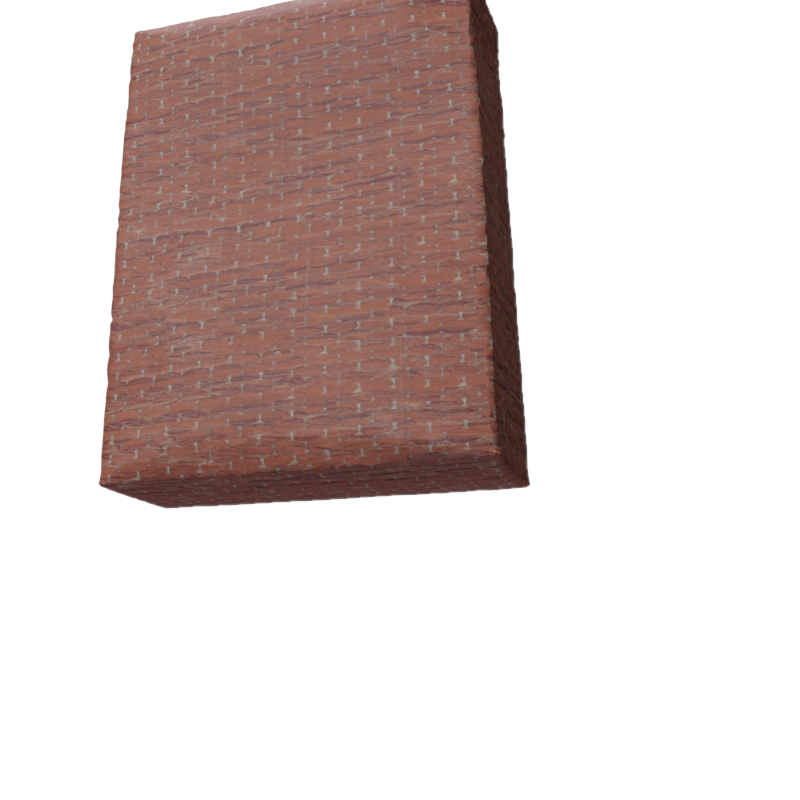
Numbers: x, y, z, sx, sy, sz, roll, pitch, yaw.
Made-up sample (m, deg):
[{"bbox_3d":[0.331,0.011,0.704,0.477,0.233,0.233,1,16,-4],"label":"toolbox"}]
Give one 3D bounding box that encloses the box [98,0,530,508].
[{"bbox_3d":[-0.037,-0.068,0.478,0.167,0.224,0.067,-7,-20,16],"label":"box"}]
